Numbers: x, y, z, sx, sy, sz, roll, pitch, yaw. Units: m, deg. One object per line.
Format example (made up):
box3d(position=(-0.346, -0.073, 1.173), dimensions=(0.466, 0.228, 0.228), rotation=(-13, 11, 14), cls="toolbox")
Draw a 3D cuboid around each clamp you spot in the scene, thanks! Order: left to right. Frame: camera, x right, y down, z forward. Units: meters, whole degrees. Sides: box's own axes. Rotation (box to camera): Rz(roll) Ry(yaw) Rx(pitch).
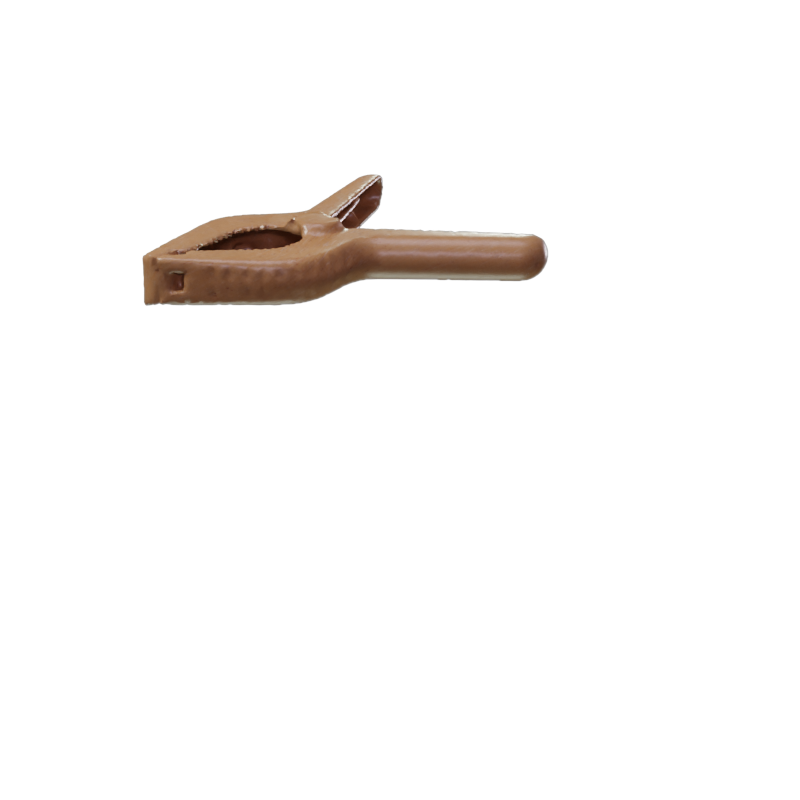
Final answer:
box3d(position=(-0.049, -0.089, 0.621), dimensions=(0.206, 0.035, 0.176), rotation=(-12, 27, -25), cls="clamp")
